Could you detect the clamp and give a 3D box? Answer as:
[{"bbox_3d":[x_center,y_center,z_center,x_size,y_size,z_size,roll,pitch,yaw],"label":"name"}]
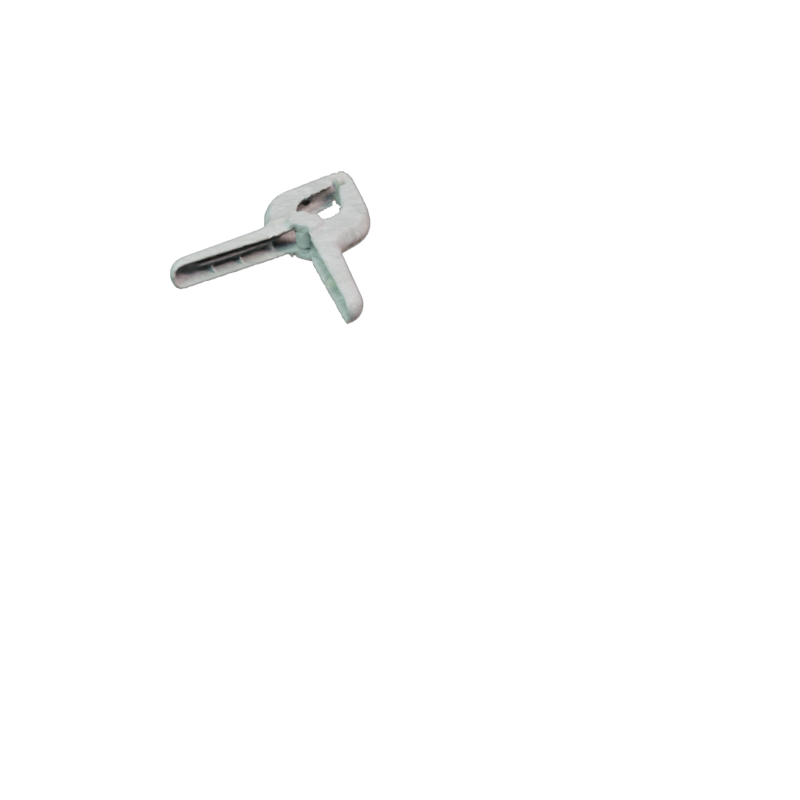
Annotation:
[{"bbox_3d":[-0.074,-0.136,0.951,0.171,0.034,0.216,16,40,20],"label":"clamp"}]
